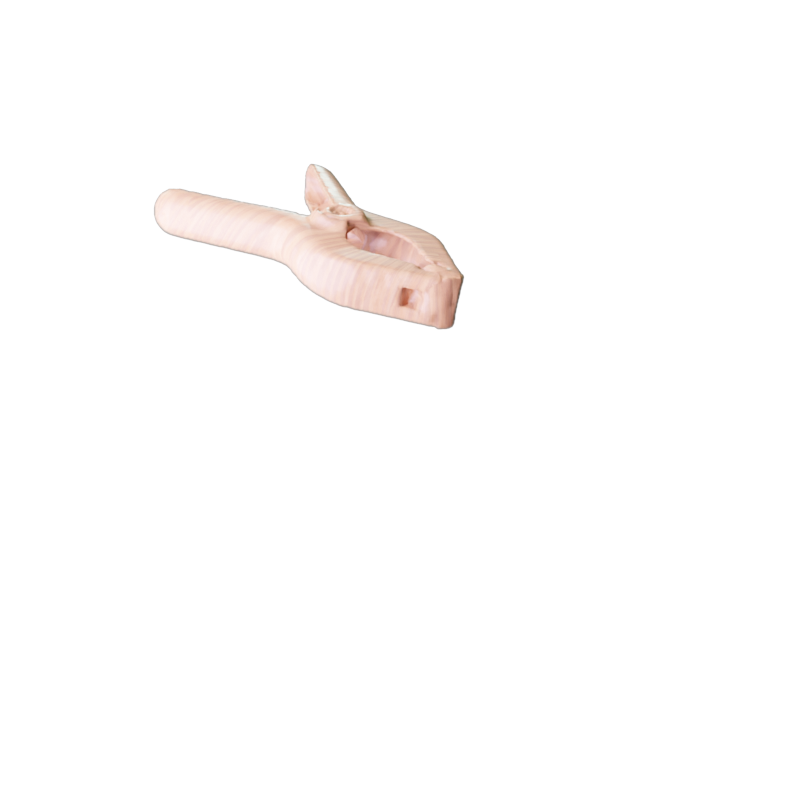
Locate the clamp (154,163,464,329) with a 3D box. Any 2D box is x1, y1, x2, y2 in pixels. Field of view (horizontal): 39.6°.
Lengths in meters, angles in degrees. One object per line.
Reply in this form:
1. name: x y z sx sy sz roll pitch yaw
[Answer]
1. clamp: -0.044 -0.081 0.568 0.118 0.037 0.184 -19 35 -30
